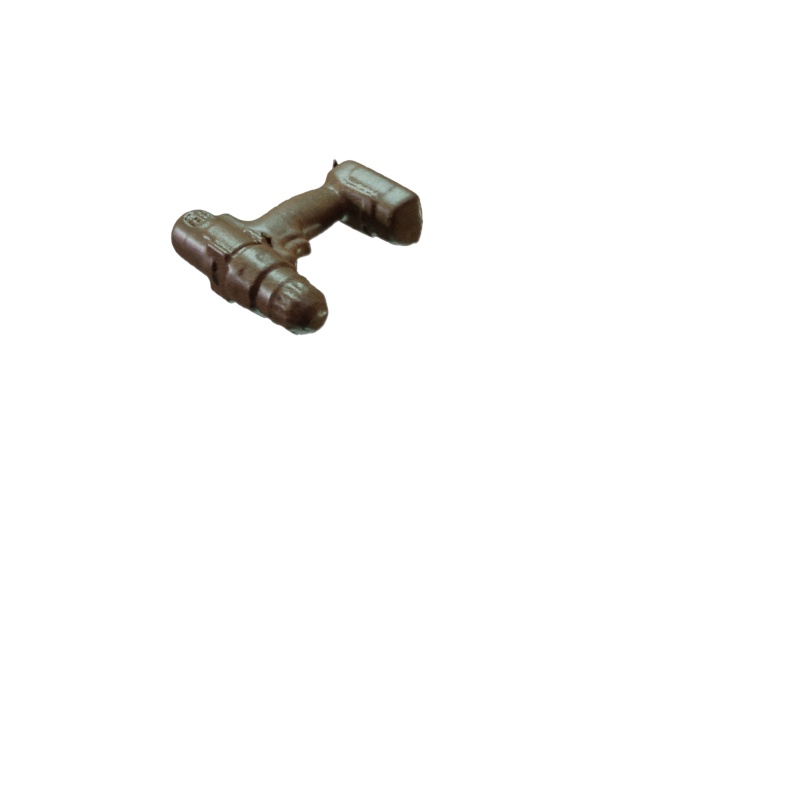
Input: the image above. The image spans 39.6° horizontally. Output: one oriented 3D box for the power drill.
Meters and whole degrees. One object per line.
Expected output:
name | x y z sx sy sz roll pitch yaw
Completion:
power drill | -0.073 -0.133 0.929 0.187 0.054 0.198 -27 45 -31
